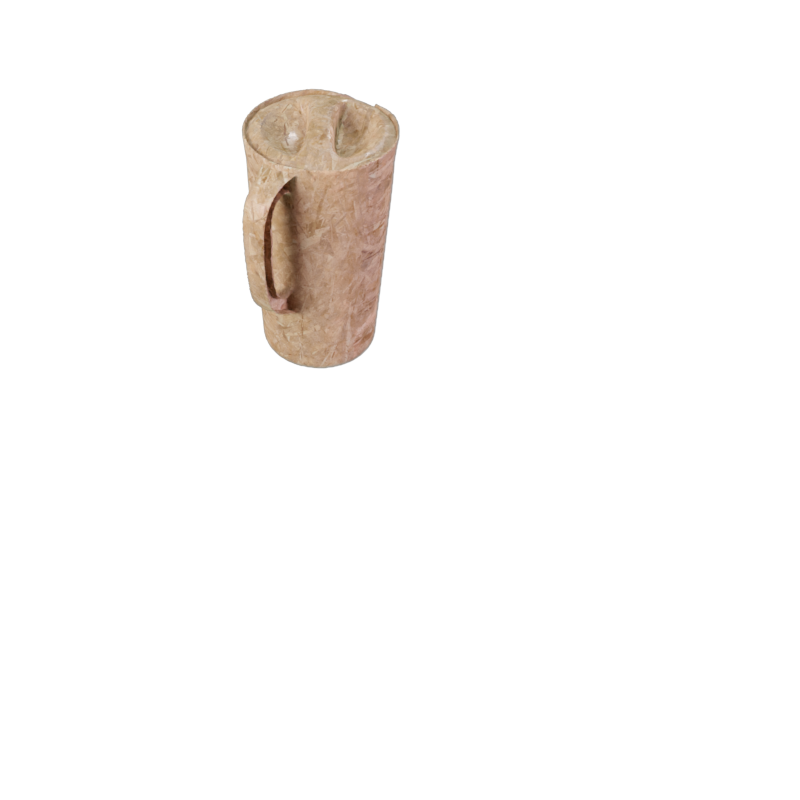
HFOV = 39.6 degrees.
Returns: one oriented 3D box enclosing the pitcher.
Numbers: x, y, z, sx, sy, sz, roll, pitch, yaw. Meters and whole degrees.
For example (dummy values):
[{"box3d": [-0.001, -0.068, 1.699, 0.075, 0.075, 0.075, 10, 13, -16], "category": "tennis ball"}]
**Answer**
[{"box3d": [-0.078, -0.142, 0.996, 0.147, 0.227, 0.157, -10, 42, -14], "category": "pitcher"}]
